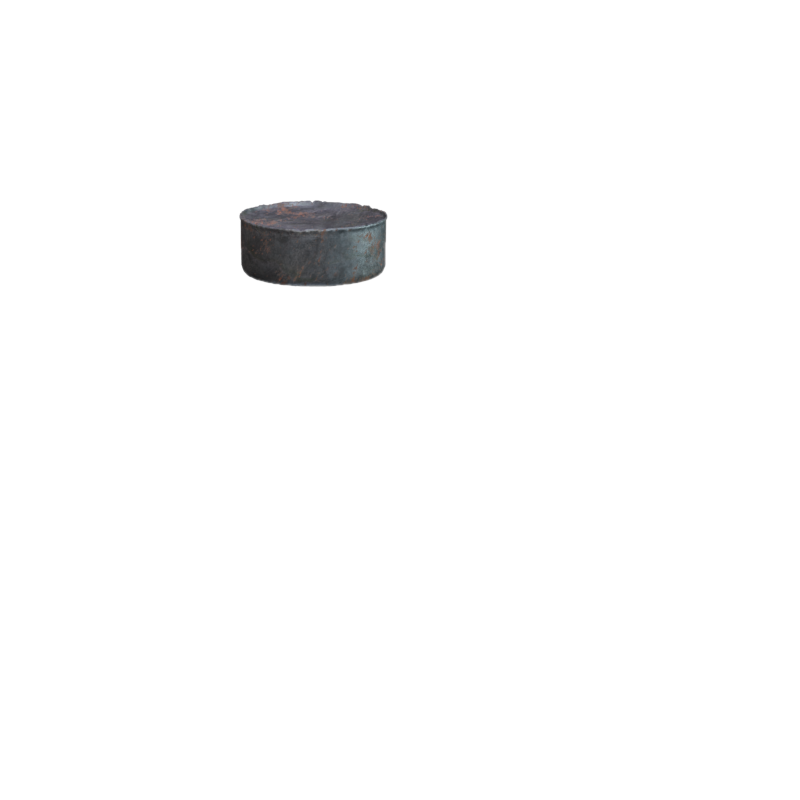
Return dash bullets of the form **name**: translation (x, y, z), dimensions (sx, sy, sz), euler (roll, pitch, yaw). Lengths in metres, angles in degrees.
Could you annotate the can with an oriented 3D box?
- **can**: translation (-0.050, -0.092, 0.645), dimensions (0.086, 0.032, 0.089), euler (-1, 19, -2)
